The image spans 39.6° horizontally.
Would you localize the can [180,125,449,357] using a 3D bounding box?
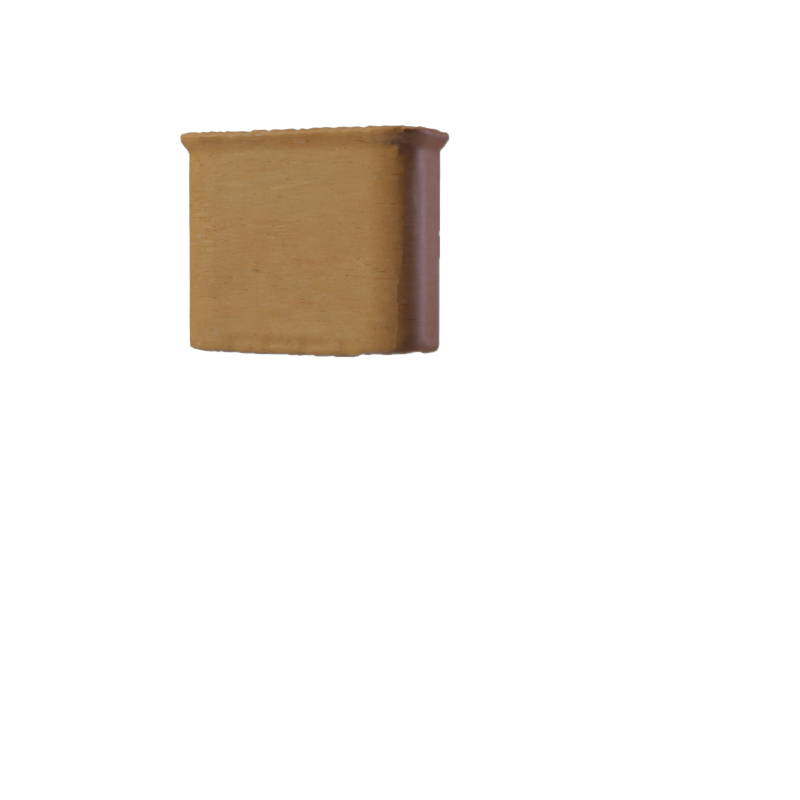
[{"bbox_3d":[-0.034,-0.061,0.430,0.105,0.084,0.056,2,3,21],"label":"can"}]
